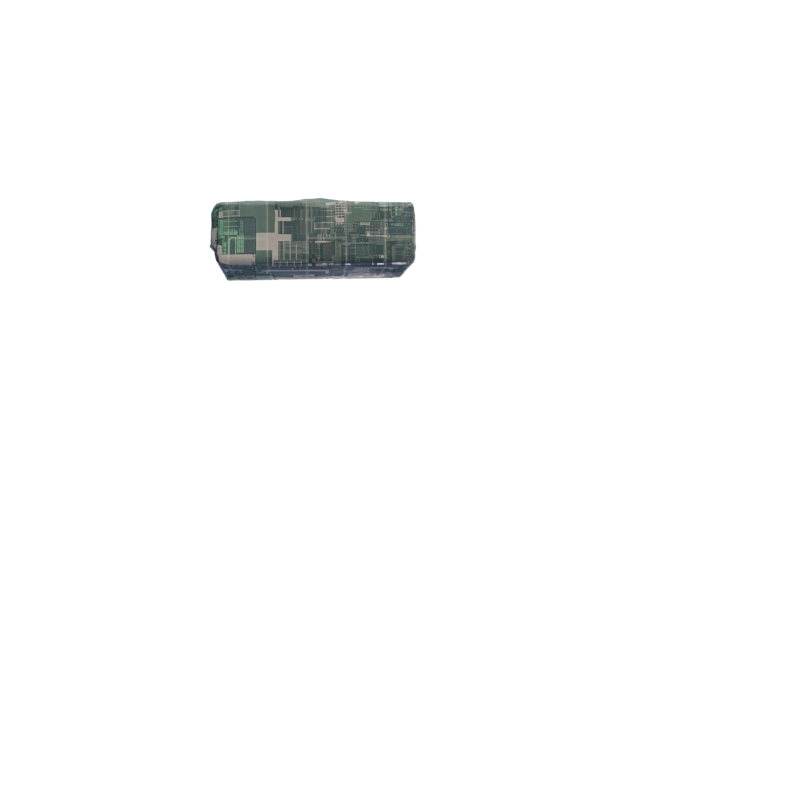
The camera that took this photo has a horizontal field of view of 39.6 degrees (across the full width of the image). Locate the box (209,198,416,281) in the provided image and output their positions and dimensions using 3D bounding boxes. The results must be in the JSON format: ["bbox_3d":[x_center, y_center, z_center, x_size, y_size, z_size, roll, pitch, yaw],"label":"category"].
[{"bbox_3d":[-0.040,-0.073,0.512,0.089,0.030,0.073,0,0,-2],"label":"box"}]
